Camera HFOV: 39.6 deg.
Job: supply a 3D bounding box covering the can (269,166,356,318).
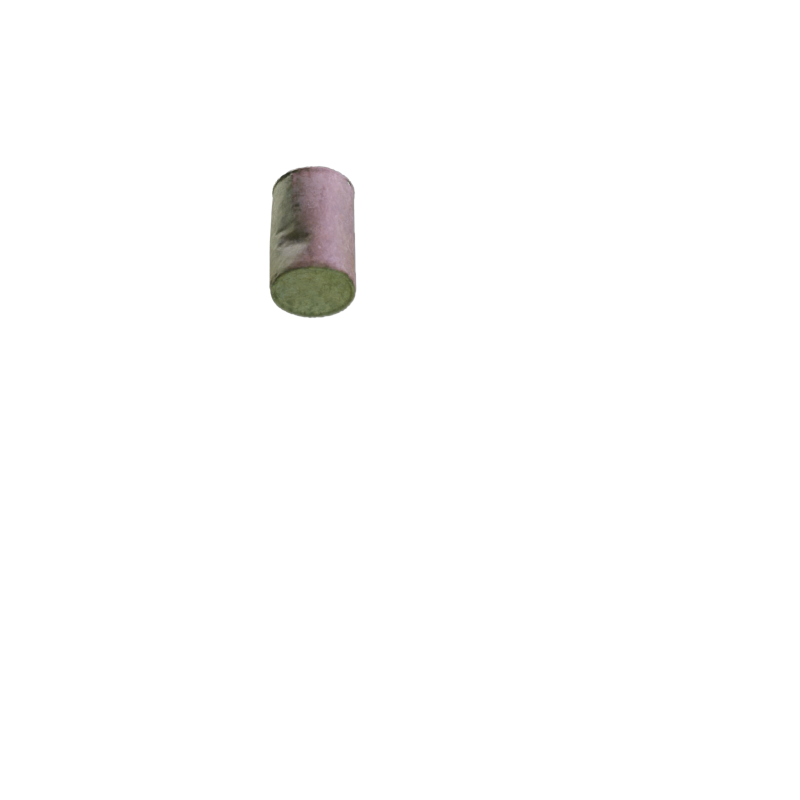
[{"bbox_3d":[-0.068,-0.125,0.875,0.068,0.109,0.064,-1,-35,-2],"label":"can"}]
